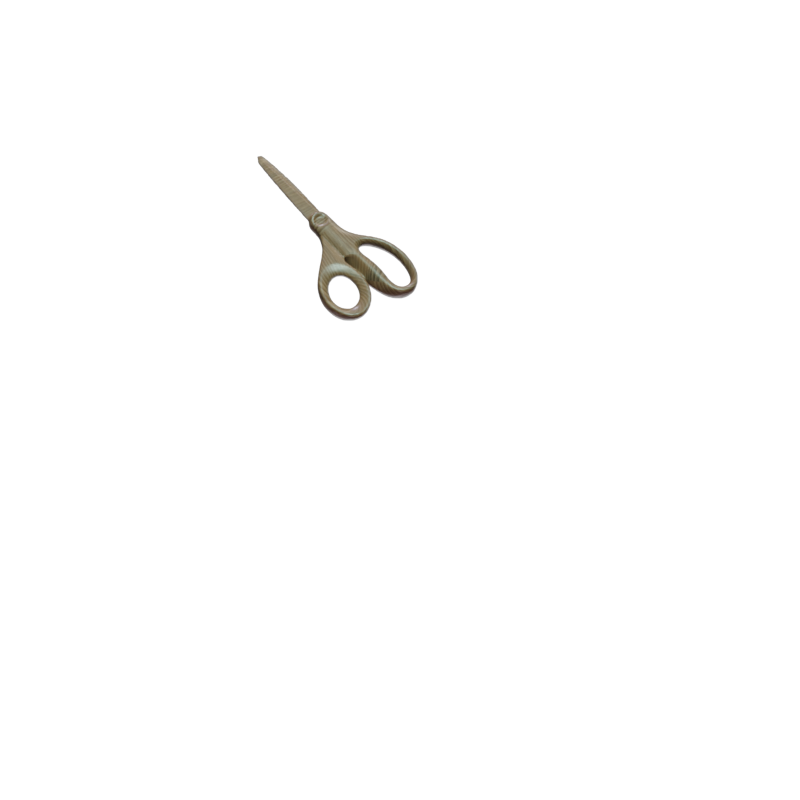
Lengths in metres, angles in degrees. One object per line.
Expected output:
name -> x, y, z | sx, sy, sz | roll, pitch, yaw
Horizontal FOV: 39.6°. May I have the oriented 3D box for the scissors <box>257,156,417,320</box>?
scissors -> -0.078, -0.143, 1.000 | 0.211, 0.098, 0.015 | 33, -26, 19
